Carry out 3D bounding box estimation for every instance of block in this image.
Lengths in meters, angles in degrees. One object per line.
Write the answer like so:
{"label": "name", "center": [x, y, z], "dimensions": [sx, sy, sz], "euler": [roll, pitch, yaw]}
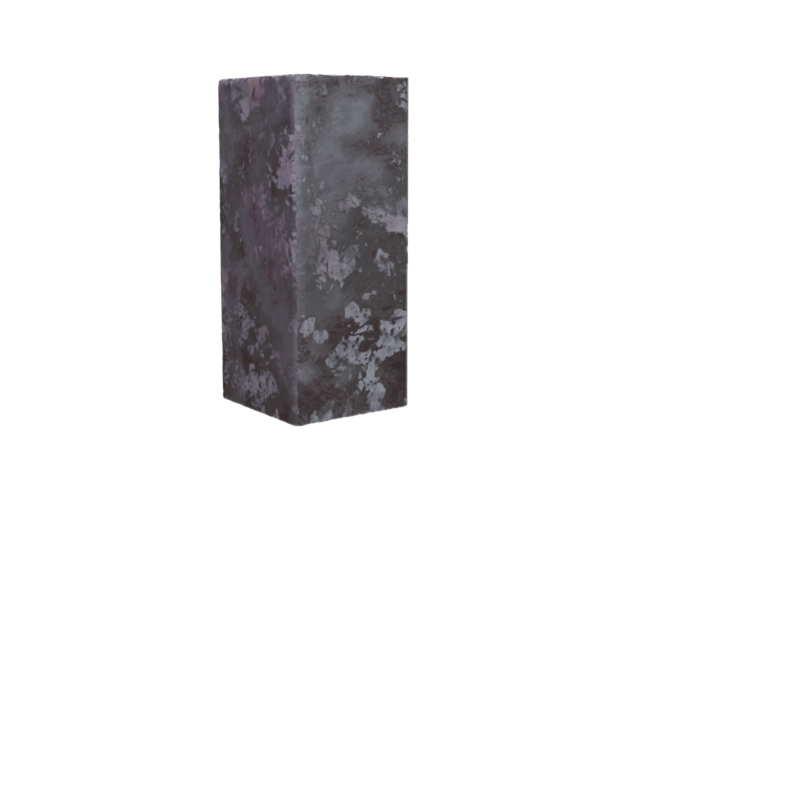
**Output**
{"label": "block", "center": [-0.056, -0.100, 0.702], "dimensions": [0.087, 0.203, 0.095], "euler": [-5, 10, -37]}
